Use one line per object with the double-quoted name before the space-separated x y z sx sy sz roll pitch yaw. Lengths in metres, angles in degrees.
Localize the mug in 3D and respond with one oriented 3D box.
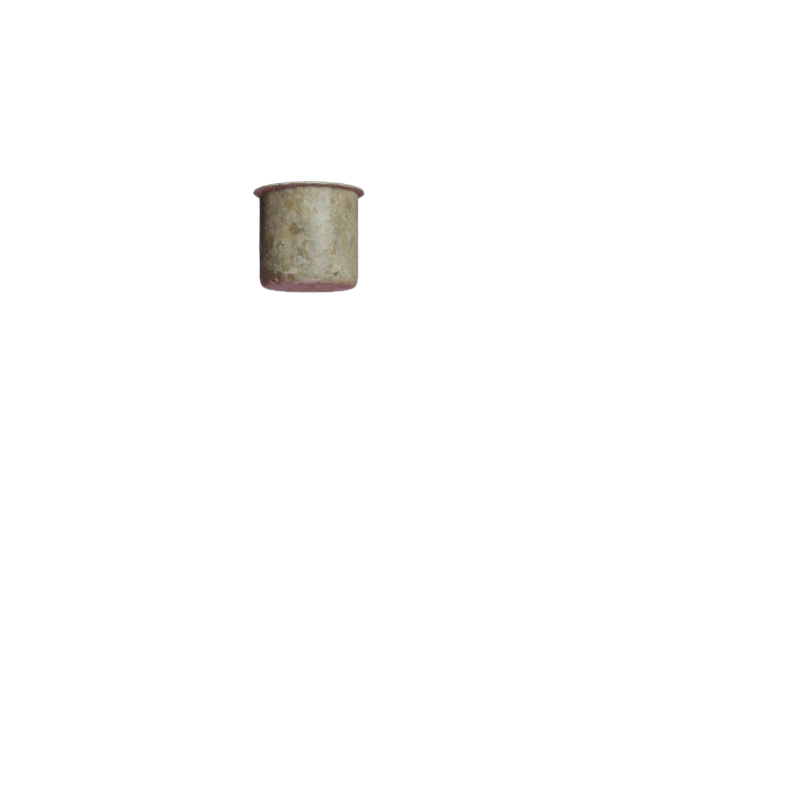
"mug" -0.073 -0.133 0.931 0.095 0.083 0.113 -1 -3 15
